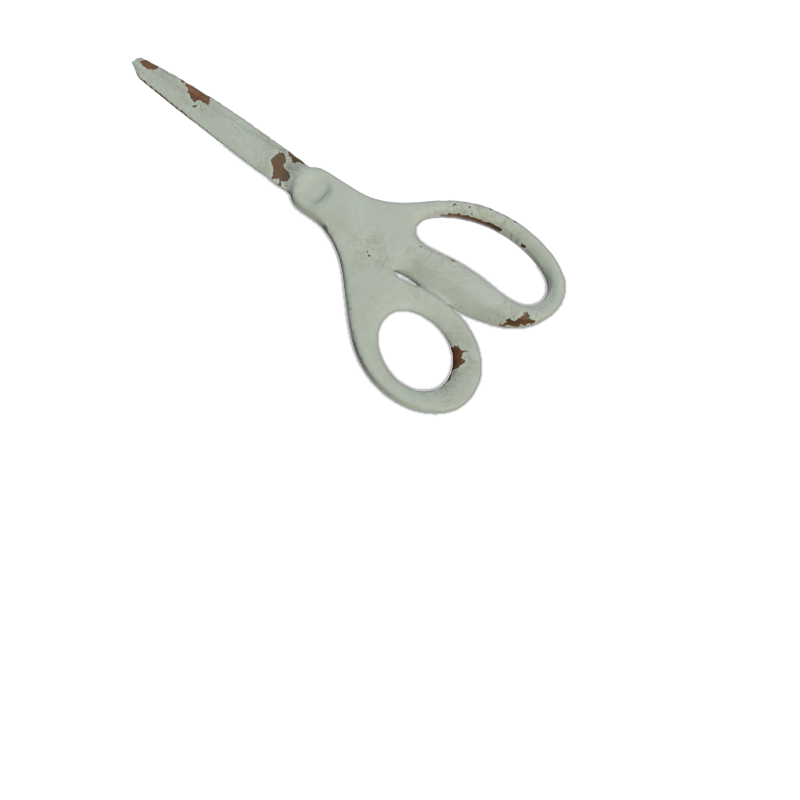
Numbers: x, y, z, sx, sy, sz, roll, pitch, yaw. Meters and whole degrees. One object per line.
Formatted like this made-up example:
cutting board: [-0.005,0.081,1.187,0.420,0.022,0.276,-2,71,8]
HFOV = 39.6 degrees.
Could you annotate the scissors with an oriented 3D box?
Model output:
scissors: [-0.035,-0.064,0.449,0.204,0.099,0.015,21,-15,6]
